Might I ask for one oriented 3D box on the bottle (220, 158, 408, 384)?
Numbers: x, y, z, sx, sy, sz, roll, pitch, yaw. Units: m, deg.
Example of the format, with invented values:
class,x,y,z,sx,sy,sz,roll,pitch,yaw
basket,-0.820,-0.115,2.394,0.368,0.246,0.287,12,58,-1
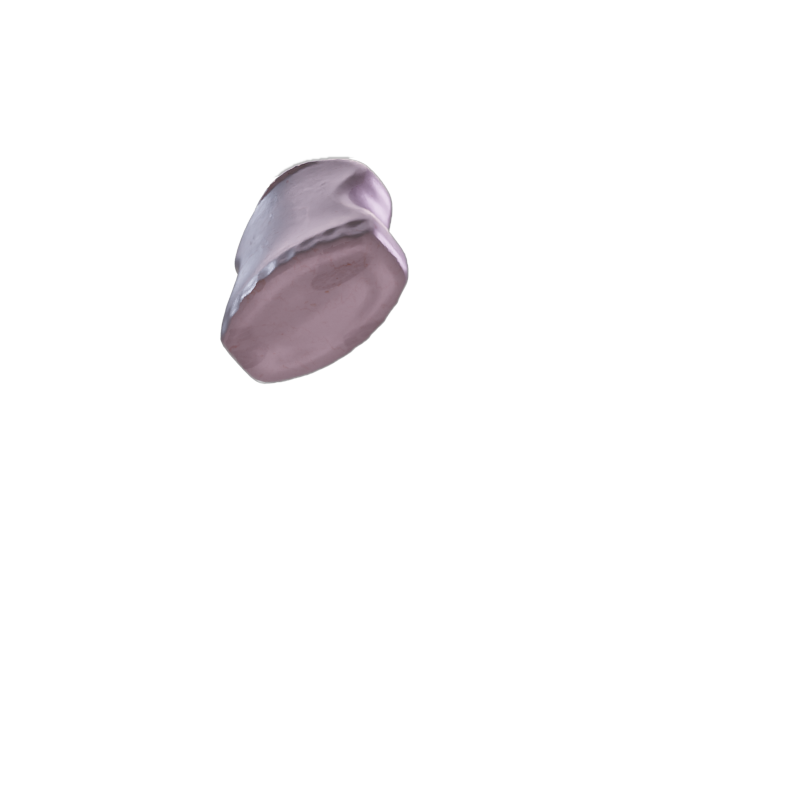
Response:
class,x,y,z,sx,sy,sz,roll,pitch,yaw
bottle,-0.048,-0.088,0.612,0.095,0.055,0.203,-36,24,14
